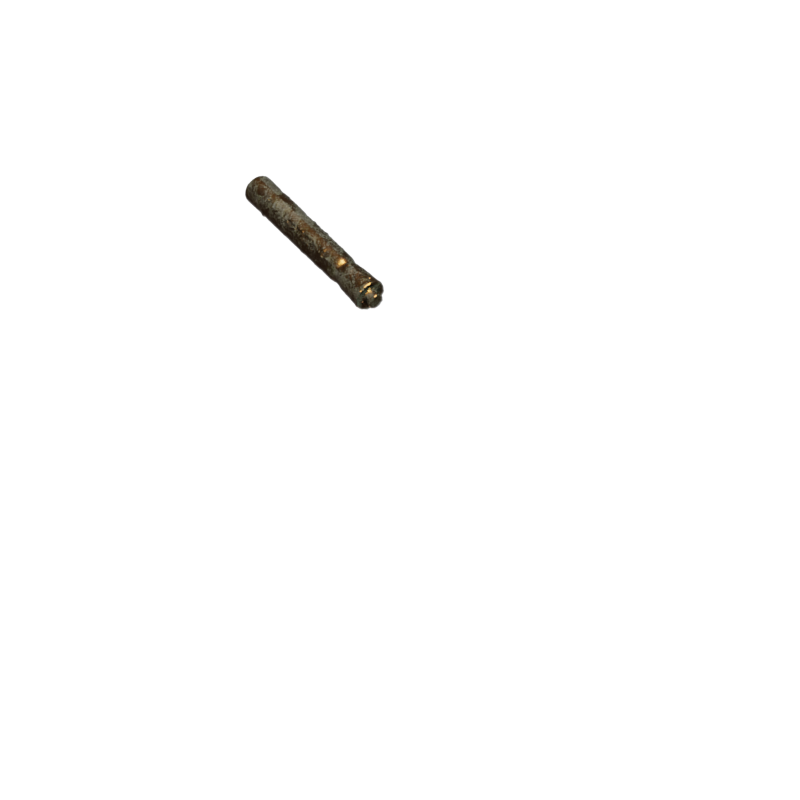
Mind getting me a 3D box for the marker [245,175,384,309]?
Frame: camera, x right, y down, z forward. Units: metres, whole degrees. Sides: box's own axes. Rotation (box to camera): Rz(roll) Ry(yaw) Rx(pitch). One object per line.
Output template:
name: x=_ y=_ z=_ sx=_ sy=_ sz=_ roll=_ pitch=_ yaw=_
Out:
marker: x=-0.050 y=-0.091 z=0.636 sx=0.019 sy=0.019 sz=0.130 roll=-3 pitch=37 yaw=-43
